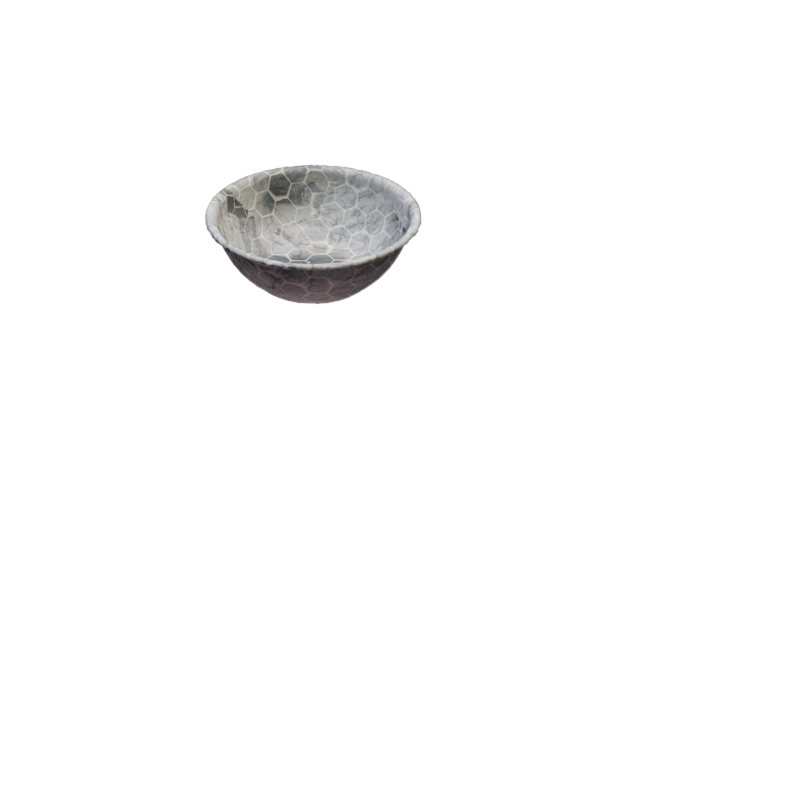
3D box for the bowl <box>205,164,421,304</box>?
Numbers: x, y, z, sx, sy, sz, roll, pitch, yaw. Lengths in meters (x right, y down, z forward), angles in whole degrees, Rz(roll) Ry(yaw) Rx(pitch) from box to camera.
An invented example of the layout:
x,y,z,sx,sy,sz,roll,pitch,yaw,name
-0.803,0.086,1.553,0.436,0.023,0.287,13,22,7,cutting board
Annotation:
x,y,z,sx,sy,sz,roll,pitch,yaw,name
-0.066,-0.120,0.840,0.162,0.052,0.173,-1,36,-2,bowl
